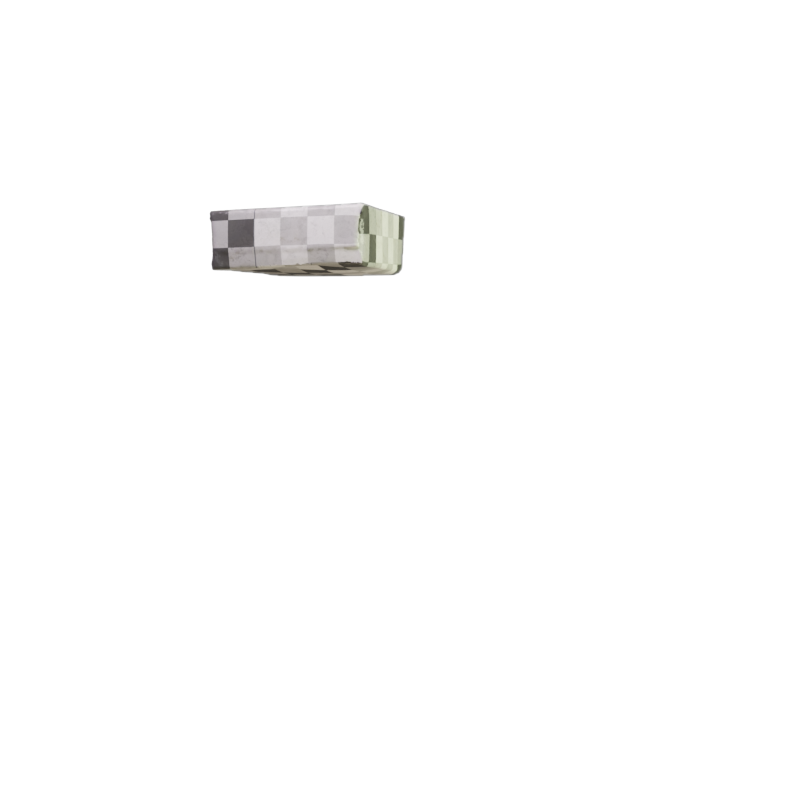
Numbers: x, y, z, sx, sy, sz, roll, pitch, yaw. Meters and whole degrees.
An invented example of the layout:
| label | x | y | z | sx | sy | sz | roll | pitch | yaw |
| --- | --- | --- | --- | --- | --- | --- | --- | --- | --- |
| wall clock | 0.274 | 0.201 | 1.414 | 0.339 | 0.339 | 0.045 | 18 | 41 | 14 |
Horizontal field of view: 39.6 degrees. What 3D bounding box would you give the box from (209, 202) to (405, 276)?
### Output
| label | x | y | z | sx | sy | sz | roll | pitch | yaw |
| --- | --- | --- | --- | --- | --- | --- | --- | --- | --- |
| box | -0.051 | -0.094 | 0.658 | 0.092 | 0.039 | 0.111 | 0 | 2 | 14 |
